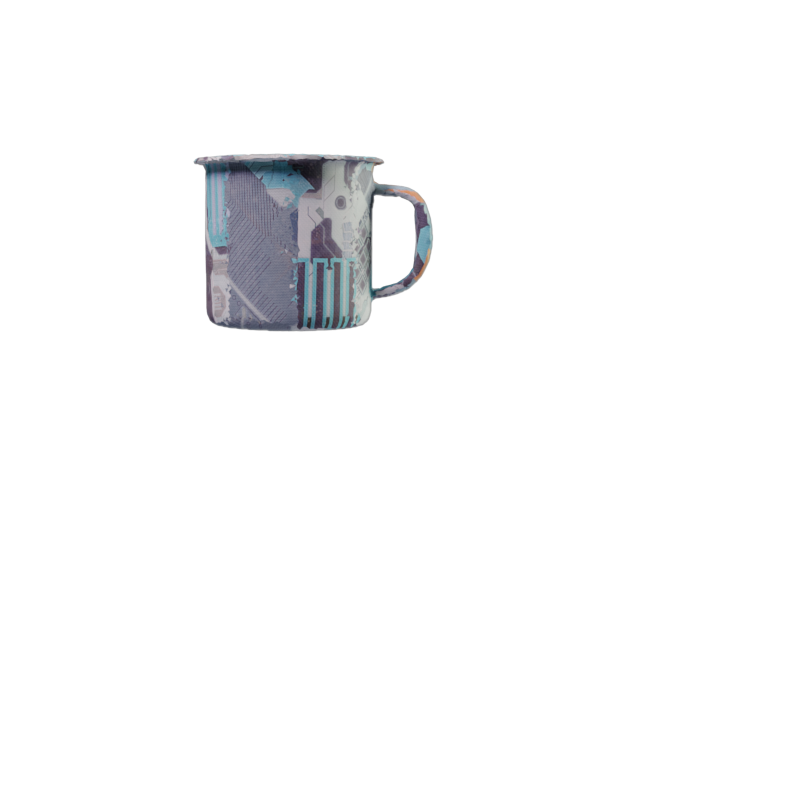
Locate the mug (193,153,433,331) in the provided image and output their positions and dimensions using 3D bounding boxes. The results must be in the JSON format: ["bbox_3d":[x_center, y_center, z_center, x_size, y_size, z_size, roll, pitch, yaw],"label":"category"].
[{"bbox_3d":[-0.043,-0.078,0.545,0.117,0.081,0.094,0,6,-2],"label":"mug"}]
